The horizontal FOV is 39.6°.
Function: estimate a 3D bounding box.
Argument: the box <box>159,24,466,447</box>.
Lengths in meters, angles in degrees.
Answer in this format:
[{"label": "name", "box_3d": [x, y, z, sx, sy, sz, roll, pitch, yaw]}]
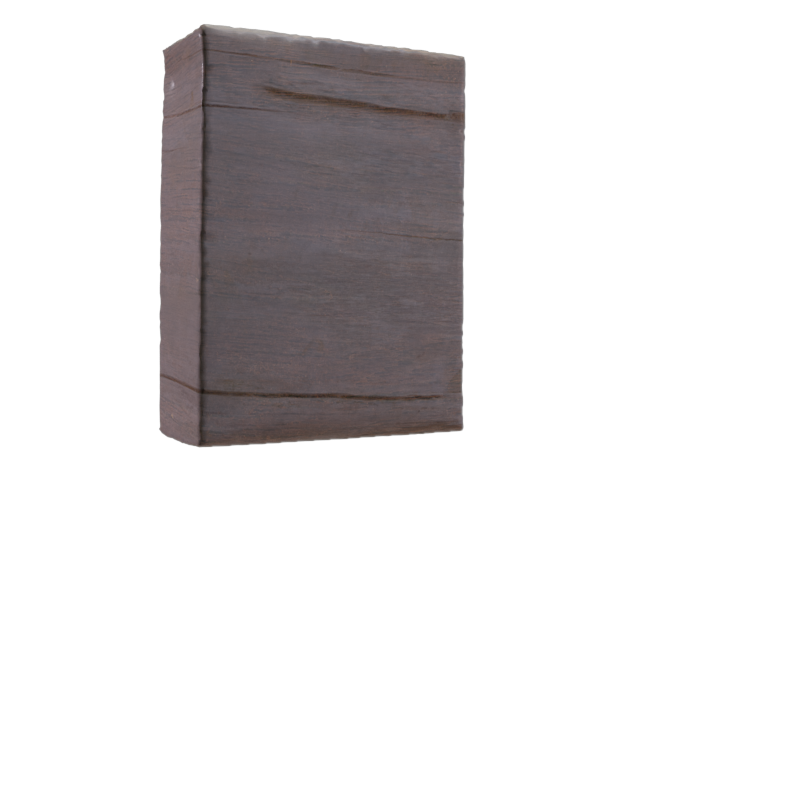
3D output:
[{"label": "box", "box_3d": [-0.048, -0.088, 0.614, 0.159, 0.215, 0.074, 0, -2, -30]}]
